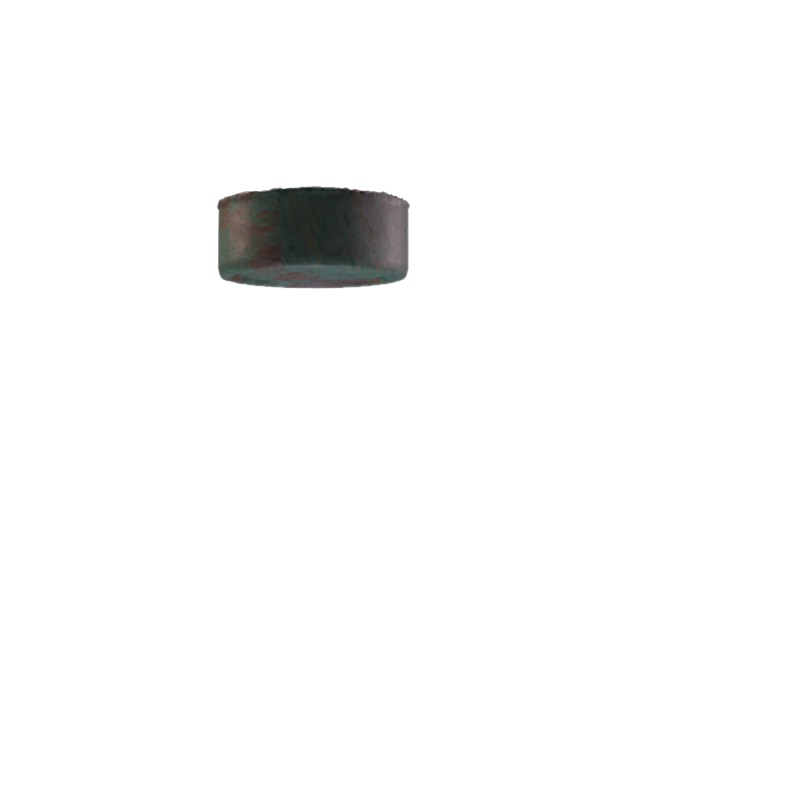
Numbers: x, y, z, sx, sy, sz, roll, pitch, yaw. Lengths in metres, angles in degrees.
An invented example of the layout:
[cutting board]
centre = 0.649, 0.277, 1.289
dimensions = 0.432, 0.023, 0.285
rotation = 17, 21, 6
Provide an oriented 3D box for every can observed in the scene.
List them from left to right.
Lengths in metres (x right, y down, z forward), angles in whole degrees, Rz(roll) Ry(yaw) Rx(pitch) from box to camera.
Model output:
[can]
centre = -0.039, -0.070, 0.493
dimensions = 0.086, 0.034, 0.085
rotation = 0, -1, -2
